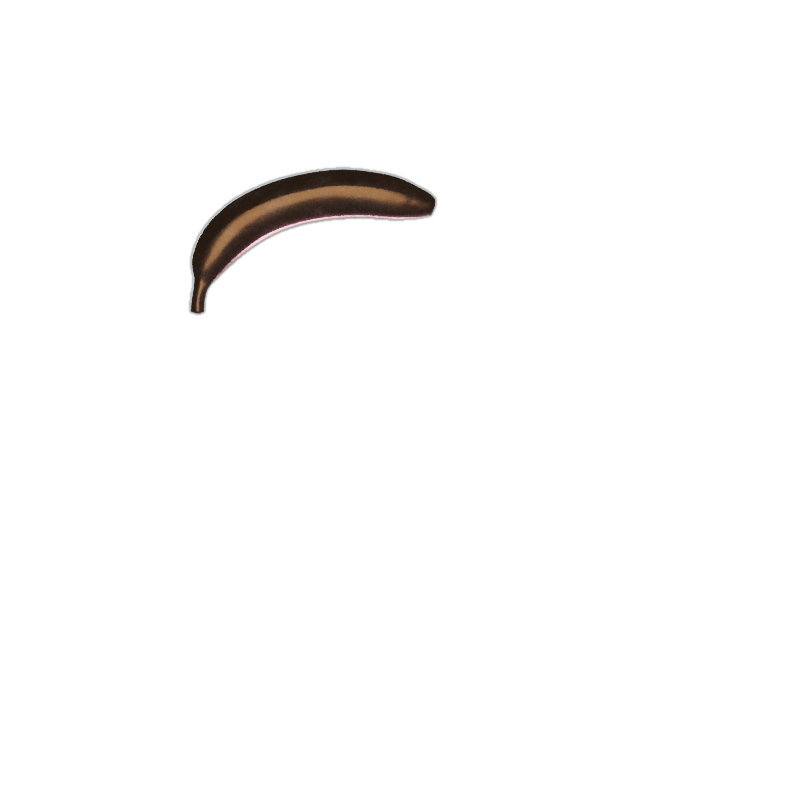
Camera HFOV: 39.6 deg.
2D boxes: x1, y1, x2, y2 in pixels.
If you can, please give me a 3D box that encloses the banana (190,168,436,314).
[{"bbox_3d":[-0.075,-0.132,0.818,0.198,0.068,0.037,-23,7,2],"label":"banana"}]
